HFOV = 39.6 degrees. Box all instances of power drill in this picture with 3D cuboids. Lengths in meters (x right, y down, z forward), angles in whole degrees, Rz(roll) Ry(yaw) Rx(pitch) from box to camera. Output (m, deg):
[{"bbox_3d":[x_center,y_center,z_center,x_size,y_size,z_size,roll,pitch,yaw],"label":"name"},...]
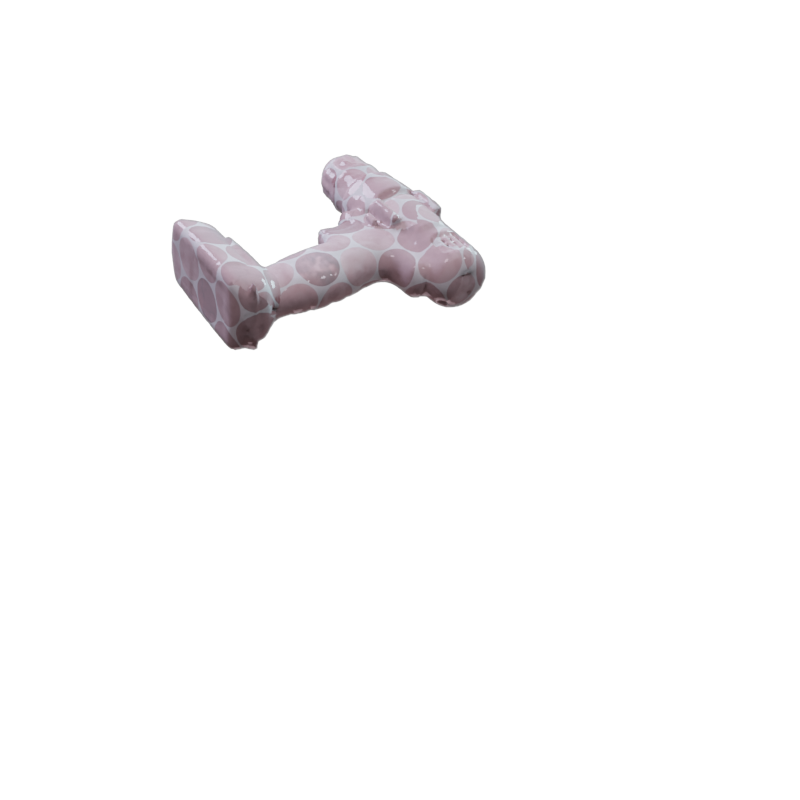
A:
[{"bbox_3d":[-0.061,-0.111,0.780,0.185,0.054,0.199,-19,40,-24],"label":"power drill"}]
